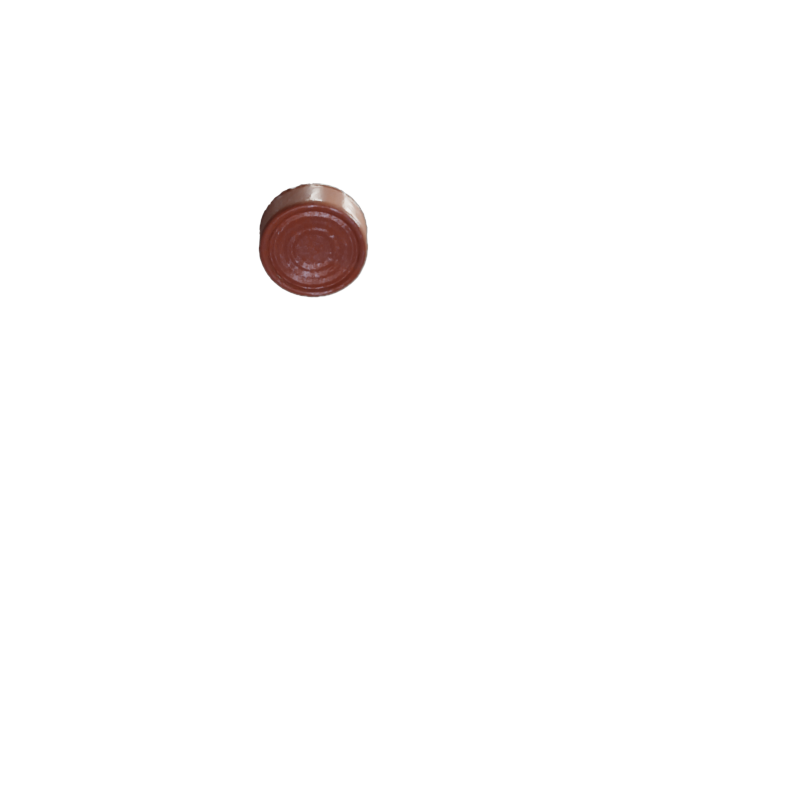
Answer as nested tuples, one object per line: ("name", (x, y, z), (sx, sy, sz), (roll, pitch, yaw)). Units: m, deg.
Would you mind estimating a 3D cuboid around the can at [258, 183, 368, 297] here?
("can", (-0.068, -0.123, 0.864), (0.086, 0.081, 0.036), (1, 31, -1))
